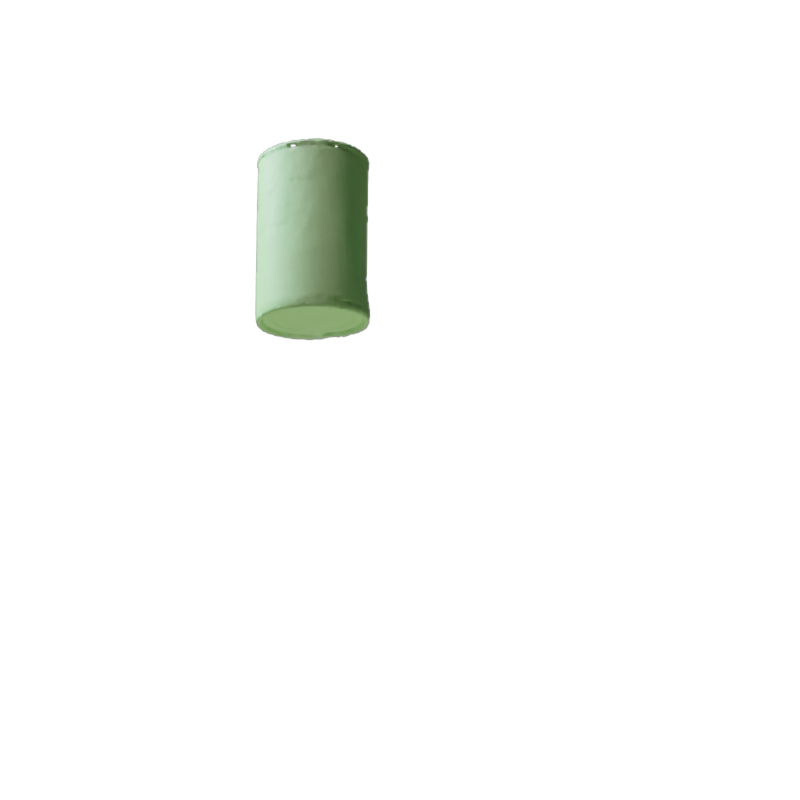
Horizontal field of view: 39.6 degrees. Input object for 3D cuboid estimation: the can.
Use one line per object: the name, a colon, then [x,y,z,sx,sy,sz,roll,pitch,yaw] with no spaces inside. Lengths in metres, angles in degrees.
can: [-0.051,-0.093,0.651,0.068,0.107,0.066,0,-19,-2]
